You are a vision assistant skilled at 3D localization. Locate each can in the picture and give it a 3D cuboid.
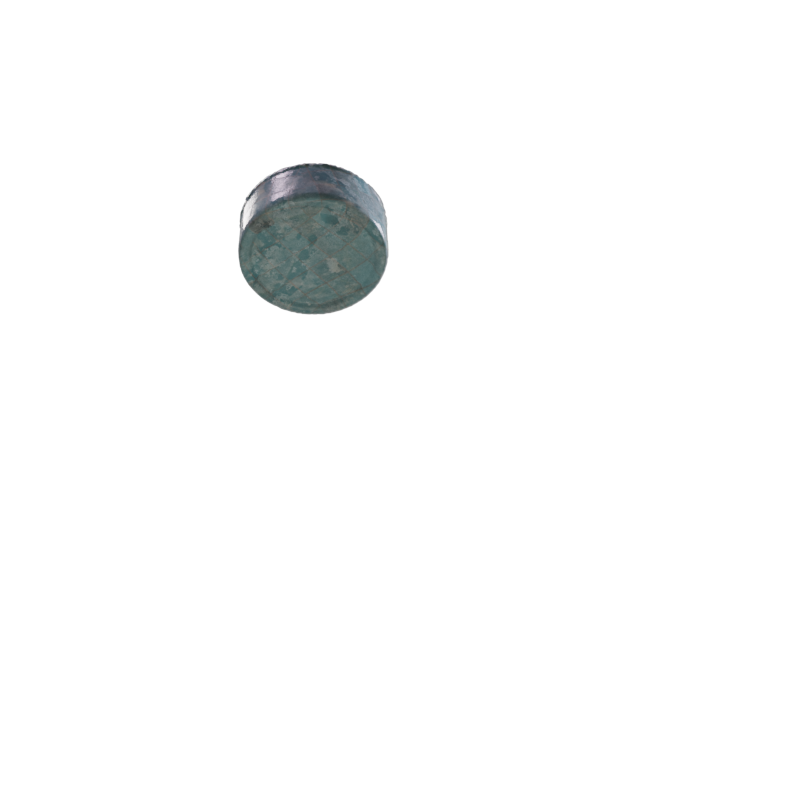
[{"bbox_3d":[-0.049,-0.090,0.631,0.086,0.080,0.036,1,40,-1],"label":"can"}]
